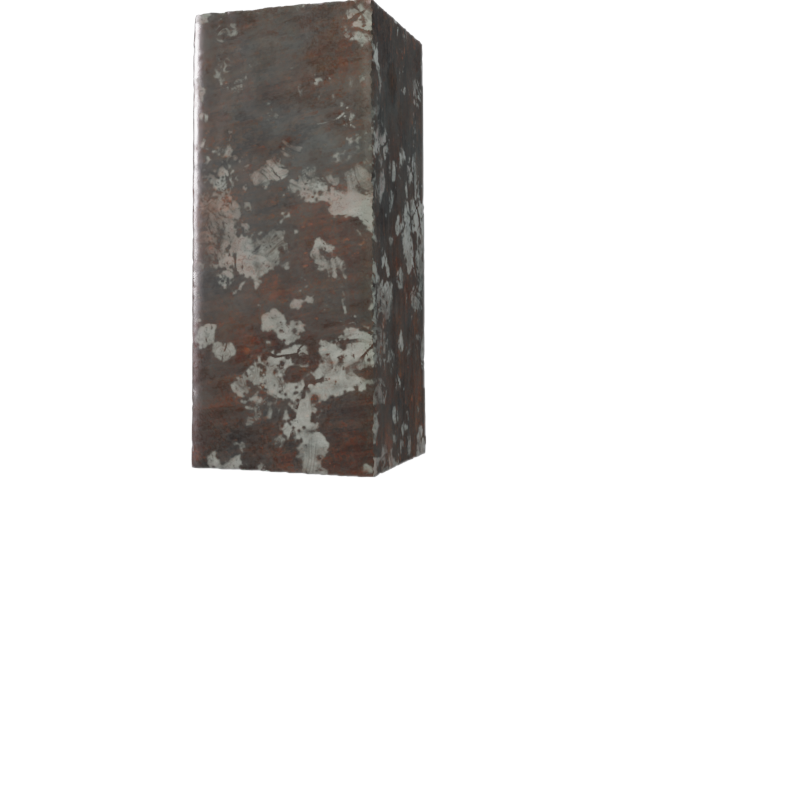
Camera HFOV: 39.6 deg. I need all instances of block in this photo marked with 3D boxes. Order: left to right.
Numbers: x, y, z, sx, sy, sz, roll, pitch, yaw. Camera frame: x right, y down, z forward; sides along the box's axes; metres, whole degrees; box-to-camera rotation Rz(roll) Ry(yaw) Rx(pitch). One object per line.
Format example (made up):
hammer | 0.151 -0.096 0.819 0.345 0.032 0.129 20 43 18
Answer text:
block | -0.042 -0.076 0.530 0.092 0.208 0.088 -1 -2 17
